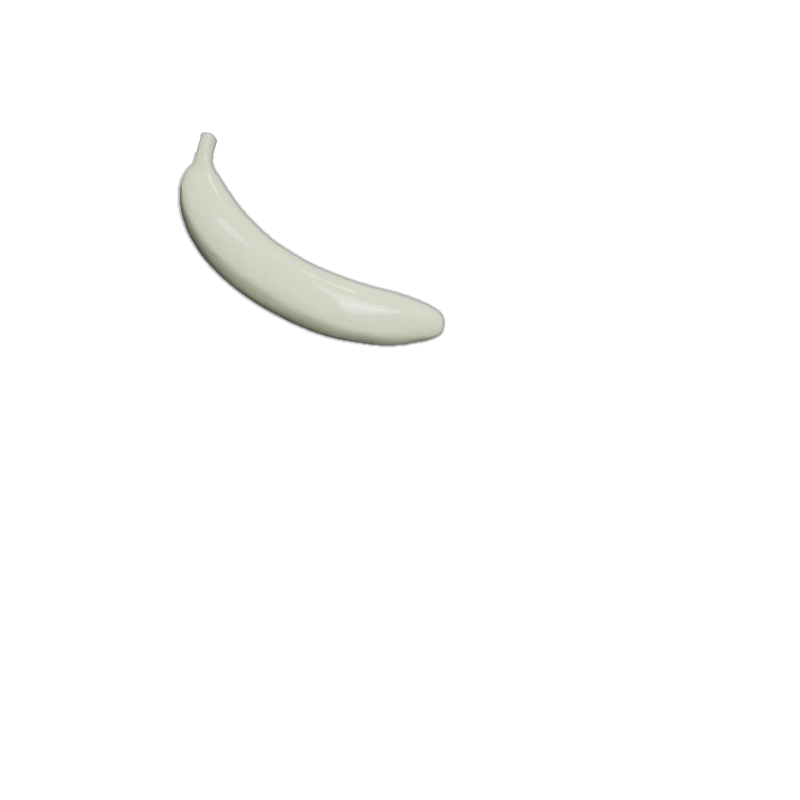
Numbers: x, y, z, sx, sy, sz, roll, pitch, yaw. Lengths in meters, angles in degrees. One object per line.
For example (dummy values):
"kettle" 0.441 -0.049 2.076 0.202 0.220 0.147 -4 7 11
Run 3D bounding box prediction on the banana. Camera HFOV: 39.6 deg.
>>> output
"banana" -0.068 -0.085 0.673 0.203 0.070 0.035 40 -11 10
